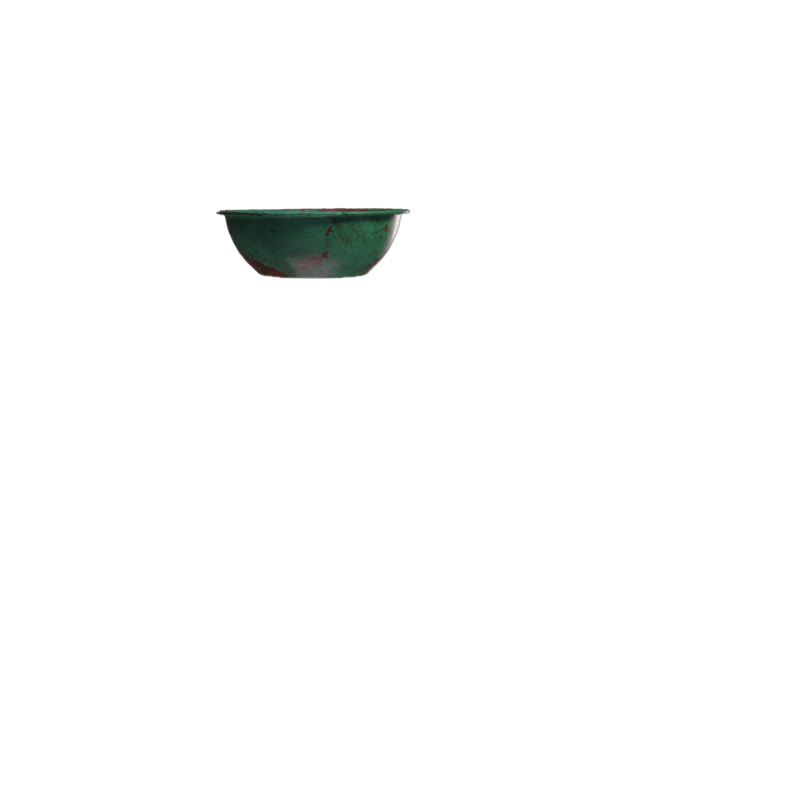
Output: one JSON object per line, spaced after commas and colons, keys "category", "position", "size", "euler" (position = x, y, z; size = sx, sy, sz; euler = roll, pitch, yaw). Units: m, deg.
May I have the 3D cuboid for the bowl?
{"category": "bowl", "position": [-0.072, -0.132, 0.924], "size": [0.162, 0.054, 0.165], "euler": [0, 10, -2]}
